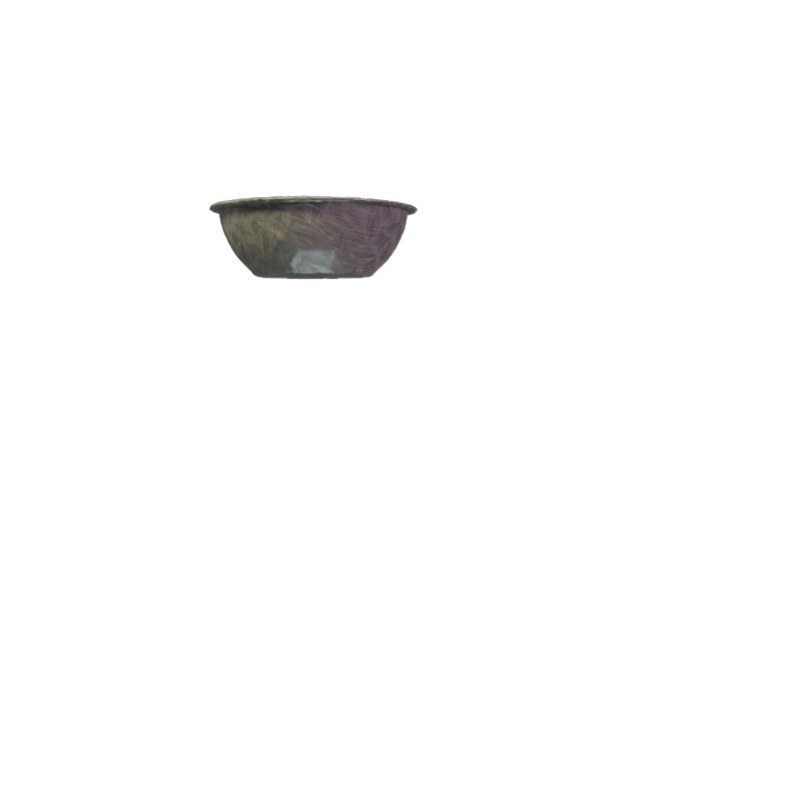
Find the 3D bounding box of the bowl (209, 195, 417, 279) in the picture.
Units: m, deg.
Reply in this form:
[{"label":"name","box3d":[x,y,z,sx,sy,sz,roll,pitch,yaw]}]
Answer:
[{"label":"bowl","box3d":[-0.067,-0.123,0.861,0.162,0.055,0.162,0,3,-2]}]
